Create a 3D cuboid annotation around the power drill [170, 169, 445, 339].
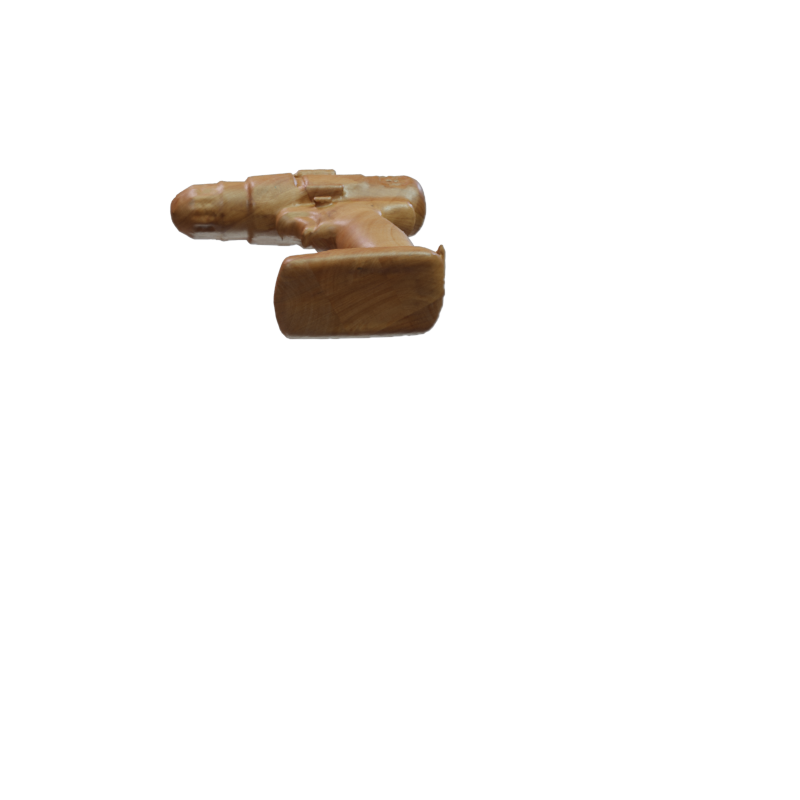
[{"bbox_3d":[-0.058,-0.105,0.738,0.182,0.054,0.200,-5,30,-10],"label":"power drill"}]
